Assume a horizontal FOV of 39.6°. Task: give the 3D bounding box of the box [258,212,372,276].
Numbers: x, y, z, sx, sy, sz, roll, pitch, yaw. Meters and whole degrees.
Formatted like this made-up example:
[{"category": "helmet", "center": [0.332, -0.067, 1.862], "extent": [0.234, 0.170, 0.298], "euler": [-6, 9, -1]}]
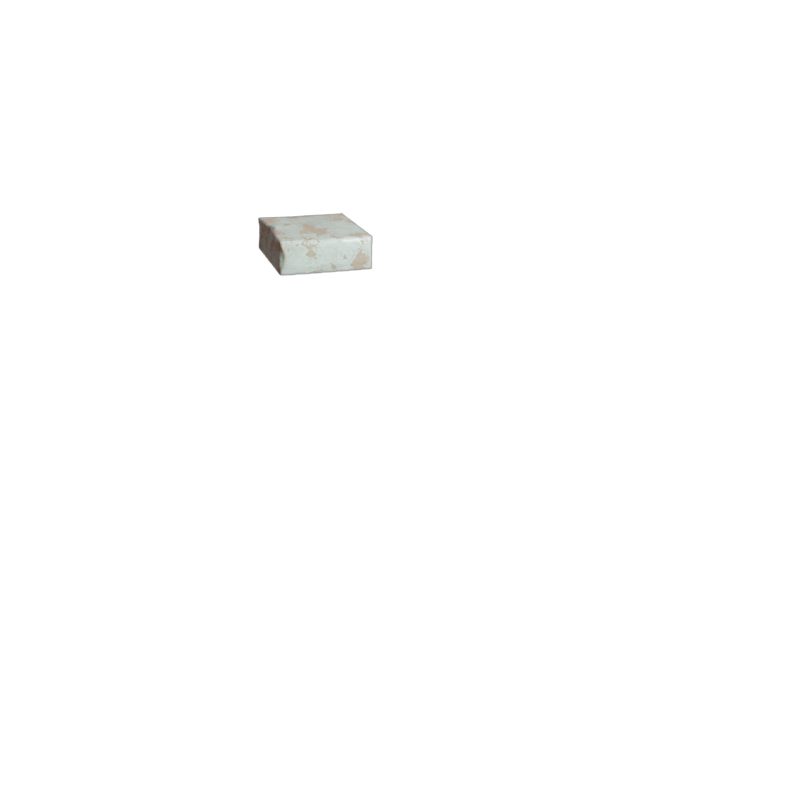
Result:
[{"category": "box", "center": [-0.069, -0.125, 0.874], "extent": [0.072, 0.029, 0.094], "euler": [-6, 22, -15]}]
